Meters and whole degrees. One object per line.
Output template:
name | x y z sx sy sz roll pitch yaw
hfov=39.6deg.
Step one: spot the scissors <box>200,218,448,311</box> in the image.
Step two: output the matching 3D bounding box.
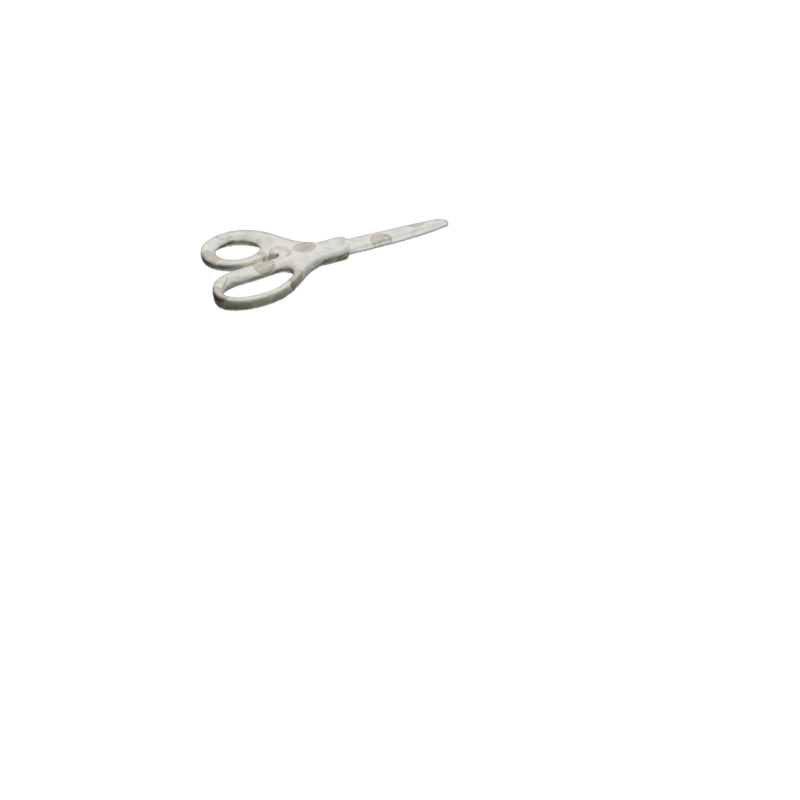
scissors | -0.068 -0.123 0.864 0.201 0.015 0.103 -29 48 -30
